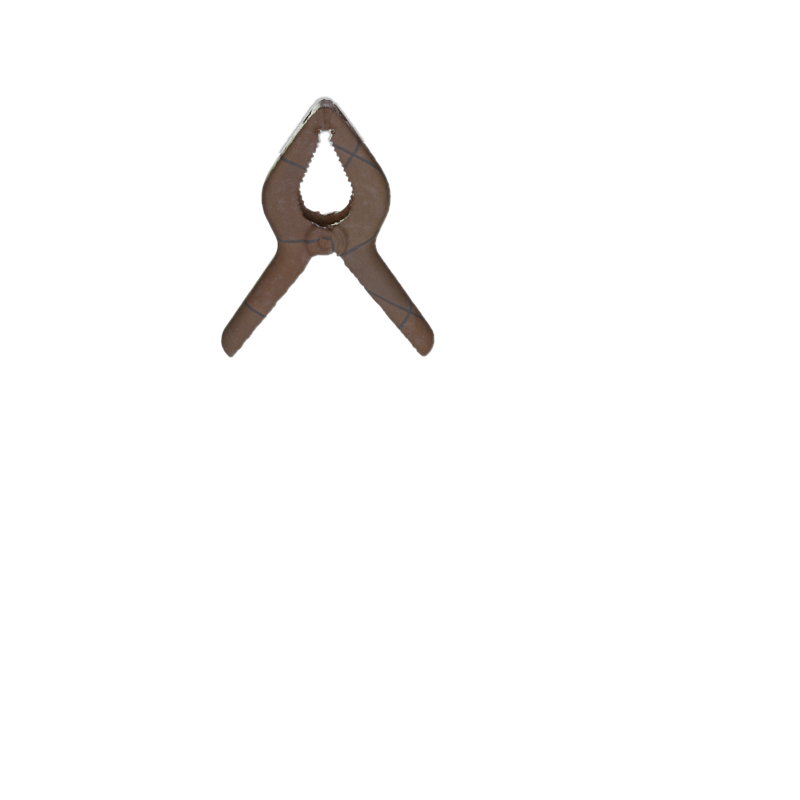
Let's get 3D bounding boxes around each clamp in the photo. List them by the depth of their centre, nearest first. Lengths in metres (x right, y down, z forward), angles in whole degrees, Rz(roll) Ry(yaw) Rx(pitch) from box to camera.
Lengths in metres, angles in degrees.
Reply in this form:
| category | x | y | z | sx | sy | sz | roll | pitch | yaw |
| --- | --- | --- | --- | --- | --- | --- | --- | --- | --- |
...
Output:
| category | x | y | z | sx | sy | sz | roll | pitch | yaw |
| --- | --- | --- | --- | --- | --- | --- | --- | --- | --- |
| clamp | -0.065 | -0.118 | 0.830 | 0.165 | 0.199 | 0.038 | -6 | 23 | 2 |
